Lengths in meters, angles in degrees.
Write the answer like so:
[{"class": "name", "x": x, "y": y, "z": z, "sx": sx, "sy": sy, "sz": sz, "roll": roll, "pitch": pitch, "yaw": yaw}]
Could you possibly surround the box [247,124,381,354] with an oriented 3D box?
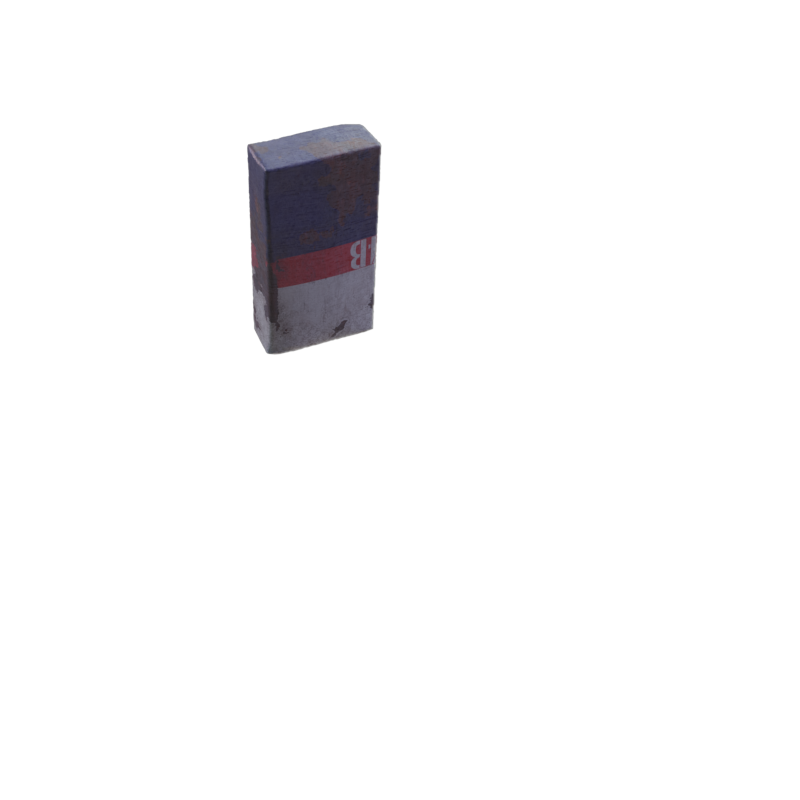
[{"class": "box", "x": -0.066, "y": -0.121, "z": 0.847, "sx": 0.092, "sy": 0.165, "sz": 0.052, "roll": -14, "pitch": 40, "yaw": -21}]
